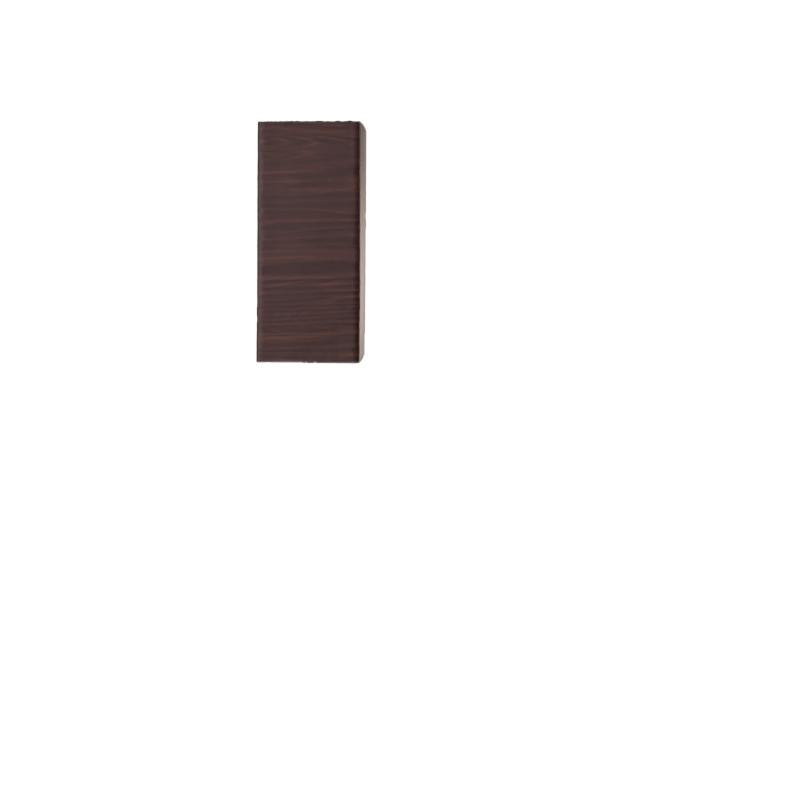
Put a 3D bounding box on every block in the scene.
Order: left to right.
[{"bbox_3d":[-0.077,-0.140,0.984,0.091,0.206,0.090,0,1,4],"label":"block"}]
